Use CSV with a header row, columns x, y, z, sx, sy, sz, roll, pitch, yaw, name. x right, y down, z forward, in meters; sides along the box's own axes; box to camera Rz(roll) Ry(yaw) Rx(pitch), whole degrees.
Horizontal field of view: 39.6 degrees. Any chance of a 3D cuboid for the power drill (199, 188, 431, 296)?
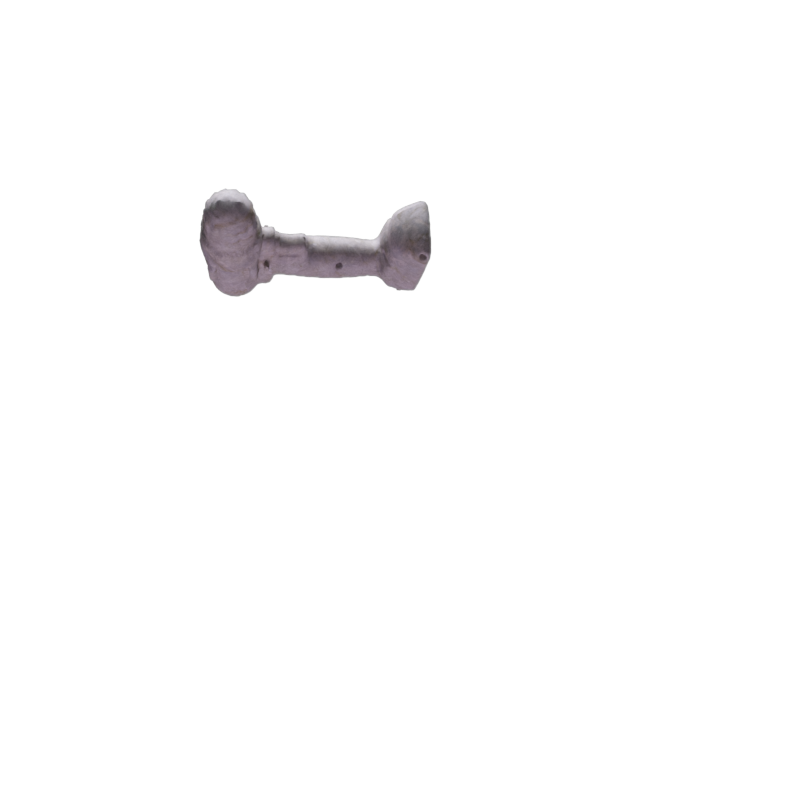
x,y,z,sx,sy,sz,roll,pitch,yaw,name
-0.072,-0.132,0.922,0.187,0.059,0.180,1,-10,-4,power drill
